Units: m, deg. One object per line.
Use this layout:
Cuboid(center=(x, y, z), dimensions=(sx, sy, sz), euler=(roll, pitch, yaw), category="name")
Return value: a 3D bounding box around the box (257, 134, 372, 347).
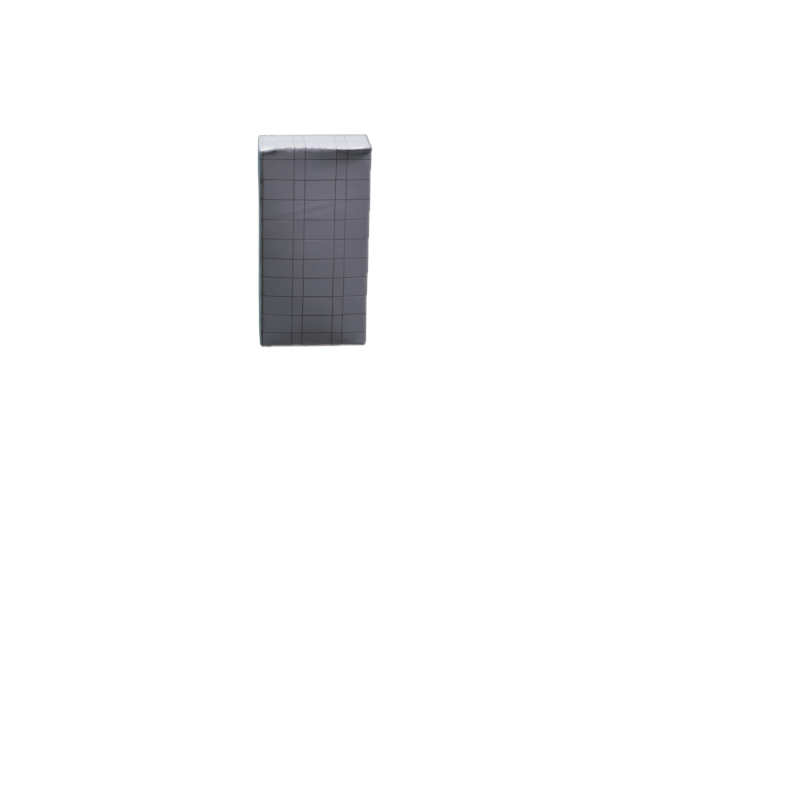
Cuboid(center=(-0.073, -0.132, 0.924), dimensions=(0.093, 0.167, 0.051), euler=(-1, 25, -5), category="box")
